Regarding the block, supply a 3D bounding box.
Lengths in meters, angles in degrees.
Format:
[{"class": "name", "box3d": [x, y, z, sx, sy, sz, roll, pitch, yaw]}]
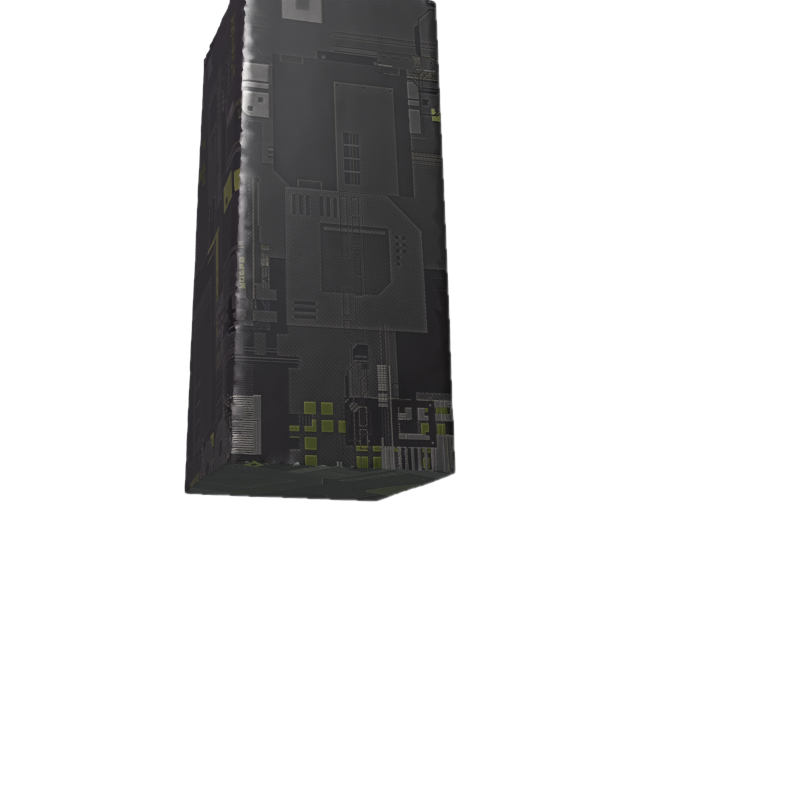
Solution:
[{"class": "block", "box3d": [-0.037, -0.068, 0.478, 0.088, 0.216, 0.088, 5, -20, -18]}]
